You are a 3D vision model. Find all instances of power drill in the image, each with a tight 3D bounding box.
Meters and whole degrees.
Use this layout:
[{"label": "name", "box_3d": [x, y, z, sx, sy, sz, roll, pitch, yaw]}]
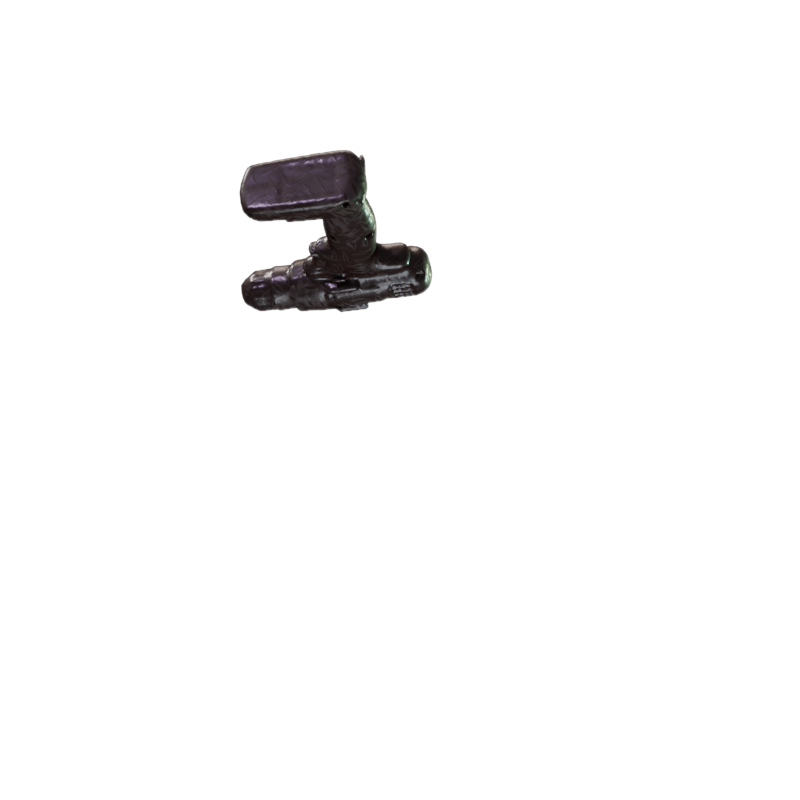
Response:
[{"label": "power drill", "box_3d": [-0.078, -0.142, 0.992, 0.187, 0.061, 0.174, -7, -28, 13]}]
